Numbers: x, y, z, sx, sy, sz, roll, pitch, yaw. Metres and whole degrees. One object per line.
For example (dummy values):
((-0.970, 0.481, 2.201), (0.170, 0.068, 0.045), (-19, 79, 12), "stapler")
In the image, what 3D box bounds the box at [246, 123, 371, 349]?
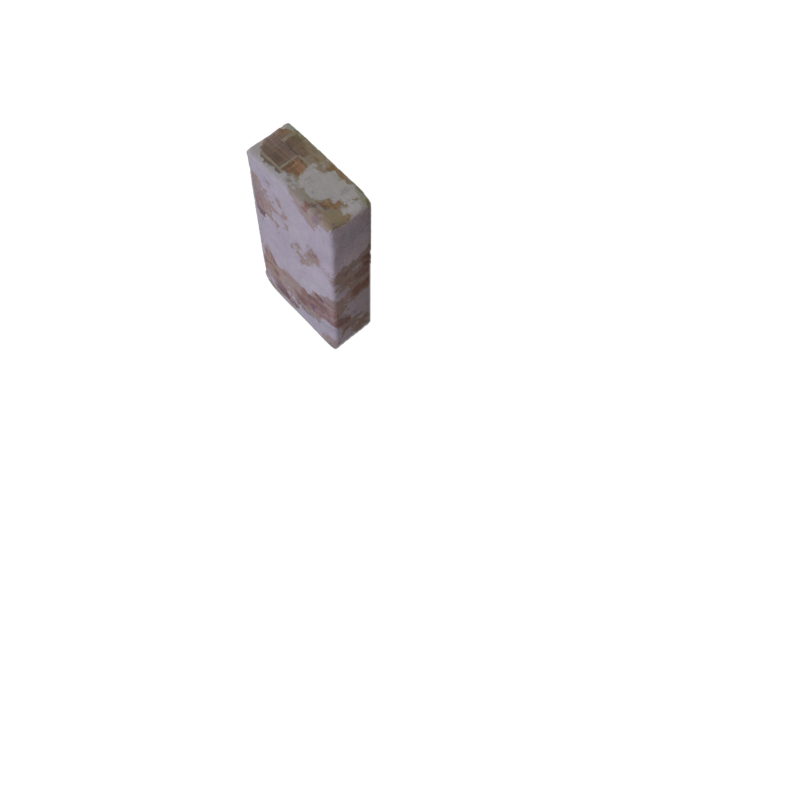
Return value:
((-0.065, -0.118, 0.829), (0.048, 0.098, 0.166), (-36, -20, -20), "box")
